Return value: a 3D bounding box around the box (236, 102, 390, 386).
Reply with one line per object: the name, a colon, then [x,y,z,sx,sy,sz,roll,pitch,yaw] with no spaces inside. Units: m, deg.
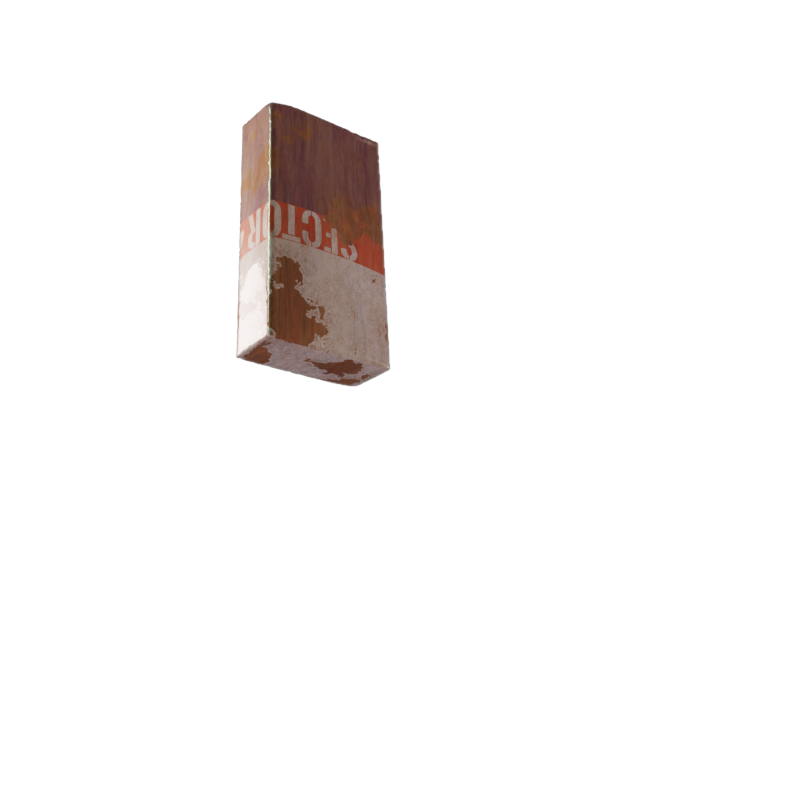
box: [-0.057,-0.103,0.723,0.089,0.187,0.048,16,-32,-32]
